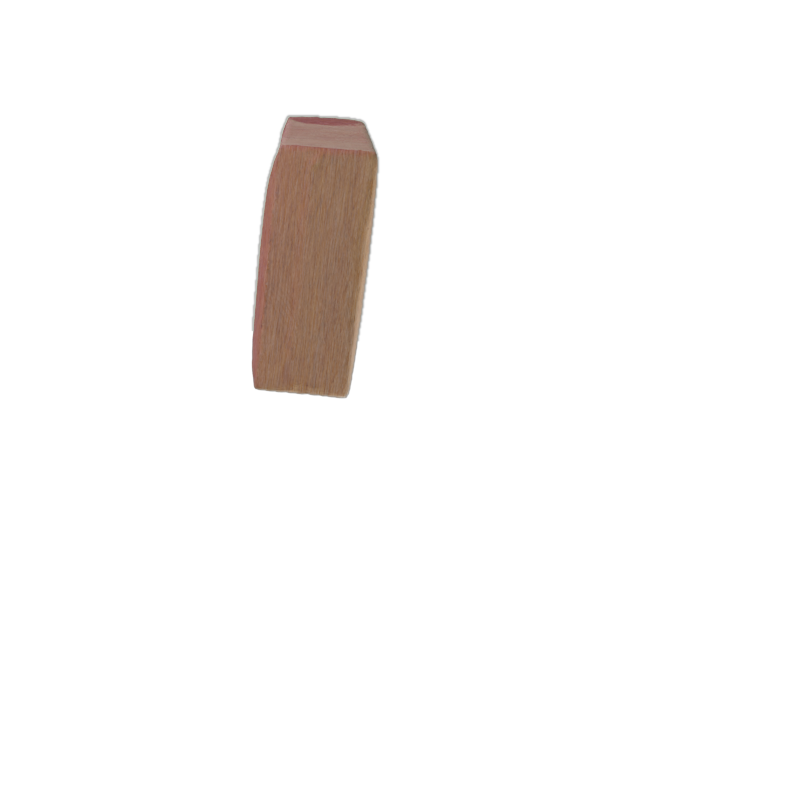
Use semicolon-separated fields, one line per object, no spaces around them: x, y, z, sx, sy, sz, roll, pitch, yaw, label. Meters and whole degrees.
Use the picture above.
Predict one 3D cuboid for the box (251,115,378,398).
-0.063;-0.115;0.804;0.071;0.159;0.222;6;16;-6;box
